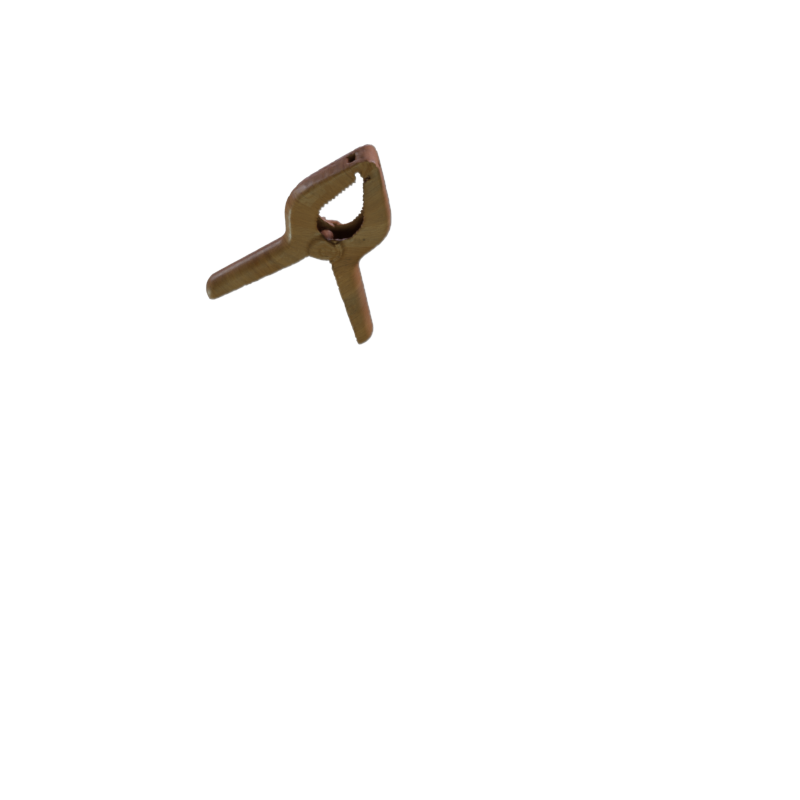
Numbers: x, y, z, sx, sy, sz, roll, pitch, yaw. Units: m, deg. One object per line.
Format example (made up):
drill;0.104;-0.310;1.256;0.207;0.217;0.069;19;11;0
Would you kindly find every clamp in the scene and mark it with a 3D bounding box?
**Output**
clamp;-0.077;-0.141;0.989;0.161;0.199;0.039;12;41;-11
